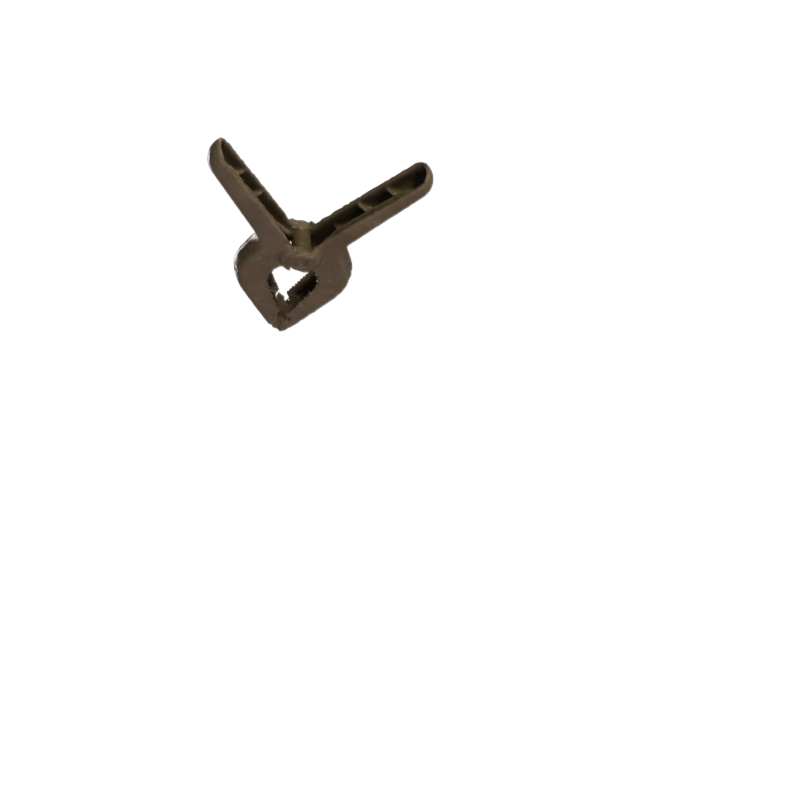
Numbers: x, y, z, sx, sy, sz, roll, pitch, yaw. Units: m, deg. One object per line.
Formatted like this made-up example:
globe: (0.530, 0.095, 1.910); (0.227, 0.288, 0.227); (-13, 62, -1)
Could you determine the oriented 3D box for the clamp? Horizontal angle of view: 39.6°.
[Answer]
clamp: (-0.068, -0.123, 0.864); (0.163, 0.039, 0.197); (4, -34, -5)
